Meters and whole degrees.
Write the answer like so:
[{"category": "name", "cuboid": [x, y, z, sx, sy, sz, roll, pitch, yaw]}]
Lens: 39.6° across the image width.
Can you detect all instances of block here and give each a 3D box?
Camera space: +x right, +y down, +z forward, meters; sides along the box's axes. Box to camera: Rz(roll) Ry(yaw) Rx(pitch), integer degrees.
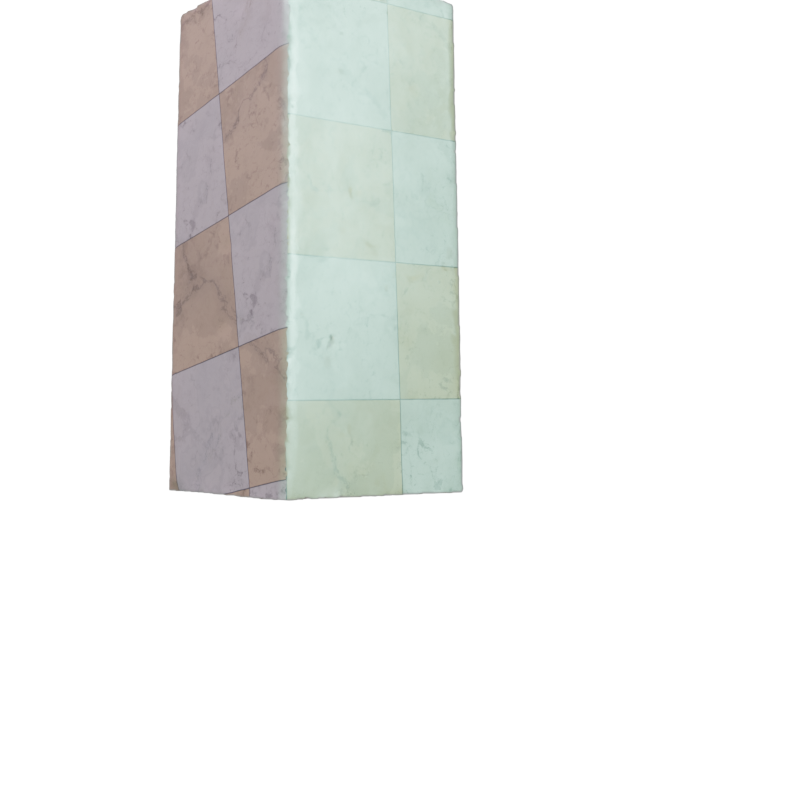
[{"category": "block", "cuboid": [-0.037, -0.067, 0.469, 0.087, 0.211, 0.092, 6, -10, -38]}]
